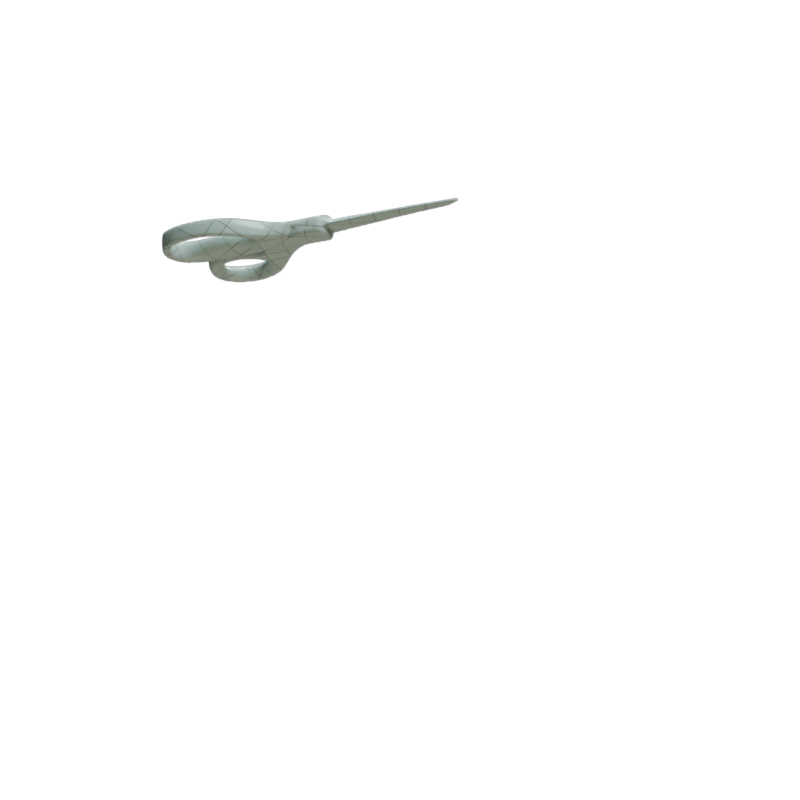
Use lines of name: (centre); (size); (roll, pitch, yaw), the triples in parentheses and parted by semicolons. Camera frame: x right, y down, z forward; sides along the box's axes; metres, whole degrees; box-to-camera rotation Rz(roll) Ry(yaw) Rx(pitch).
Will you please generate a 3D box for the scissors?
scissors: (-0.058, -0.106, 0.743); (0.204, 0.016, 0.091); (-3, -16, 10)
